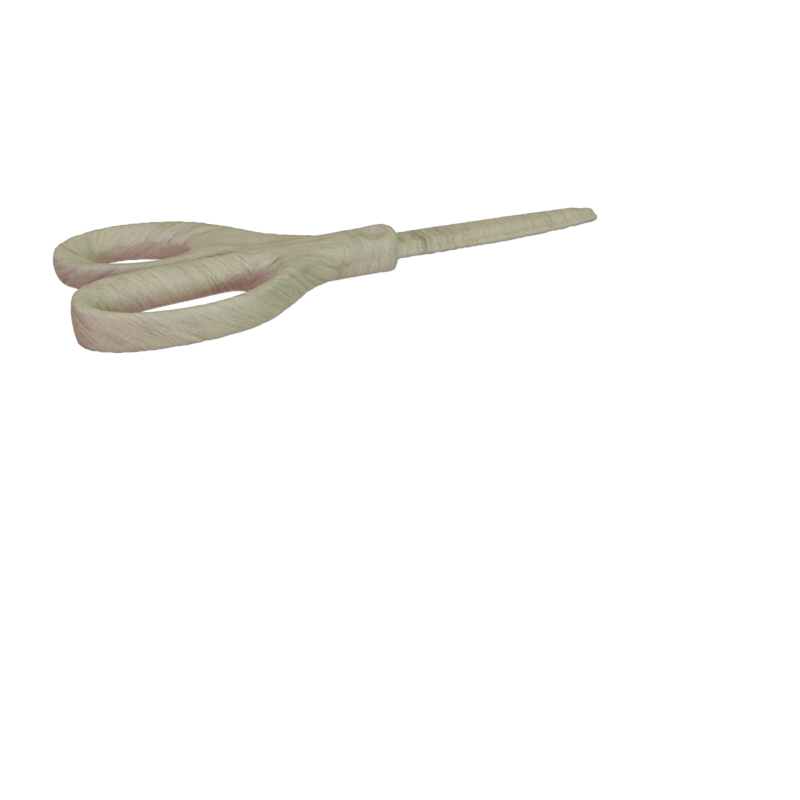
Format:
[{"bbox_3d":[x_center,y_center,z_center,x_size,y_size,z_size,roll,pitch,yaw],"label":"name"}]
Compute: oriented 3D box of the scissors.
[{"bbox_3d":[-0.030,-0.055,0.385,0.199,0.015,0.102,-22,33,-39],"label":"scissors"}]
